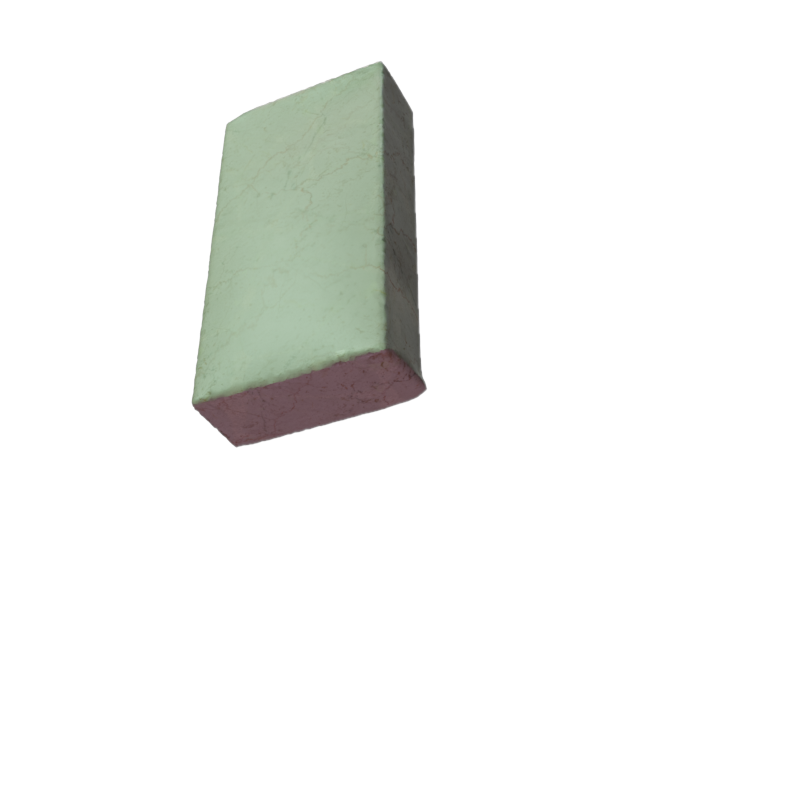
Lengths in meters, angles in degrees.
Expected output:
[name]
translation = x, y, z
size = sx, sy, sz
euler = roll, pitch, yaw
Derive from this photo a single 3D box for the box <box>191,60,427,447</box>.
[box]
translation = -0.040, -0.073, 0.511
size = 0.094, 0.189, 0.044
euler = -17, -39, 19
